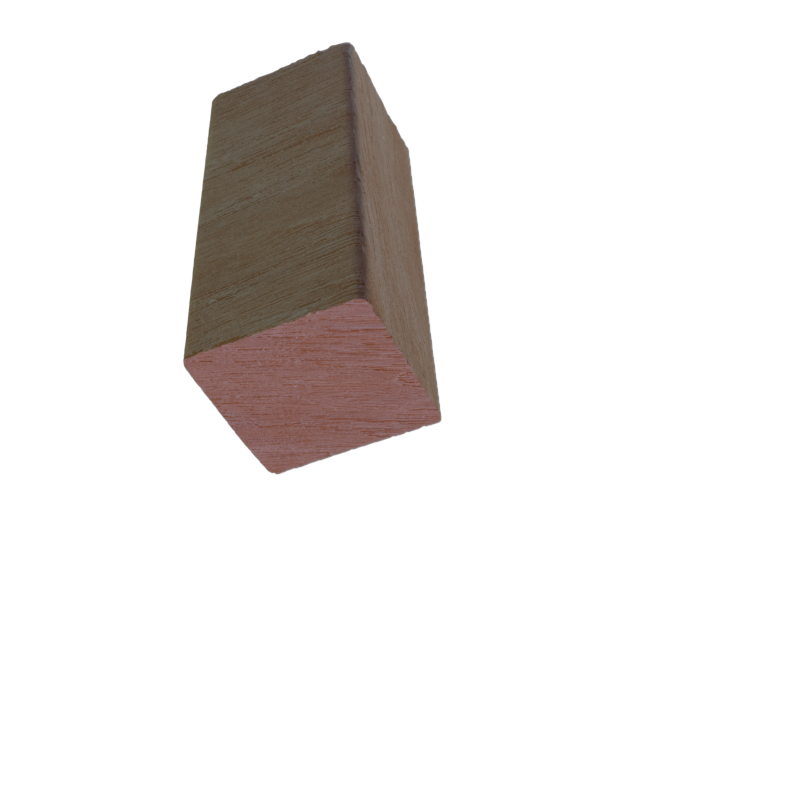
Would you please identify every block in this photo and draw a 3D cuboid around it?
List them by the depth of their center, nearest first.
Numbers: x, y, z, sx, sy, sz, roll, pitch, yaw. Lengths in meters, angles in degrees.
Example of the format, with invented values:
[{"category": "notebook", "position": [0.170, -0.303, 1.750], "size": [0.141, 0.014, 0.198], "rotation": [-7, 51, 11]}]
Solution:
[{"category": "block", "position": [-0.045, -0.081, 0.567], "size": [0.091, 0.221, 0.083], "rotation": [-20, -47, 15]}]
